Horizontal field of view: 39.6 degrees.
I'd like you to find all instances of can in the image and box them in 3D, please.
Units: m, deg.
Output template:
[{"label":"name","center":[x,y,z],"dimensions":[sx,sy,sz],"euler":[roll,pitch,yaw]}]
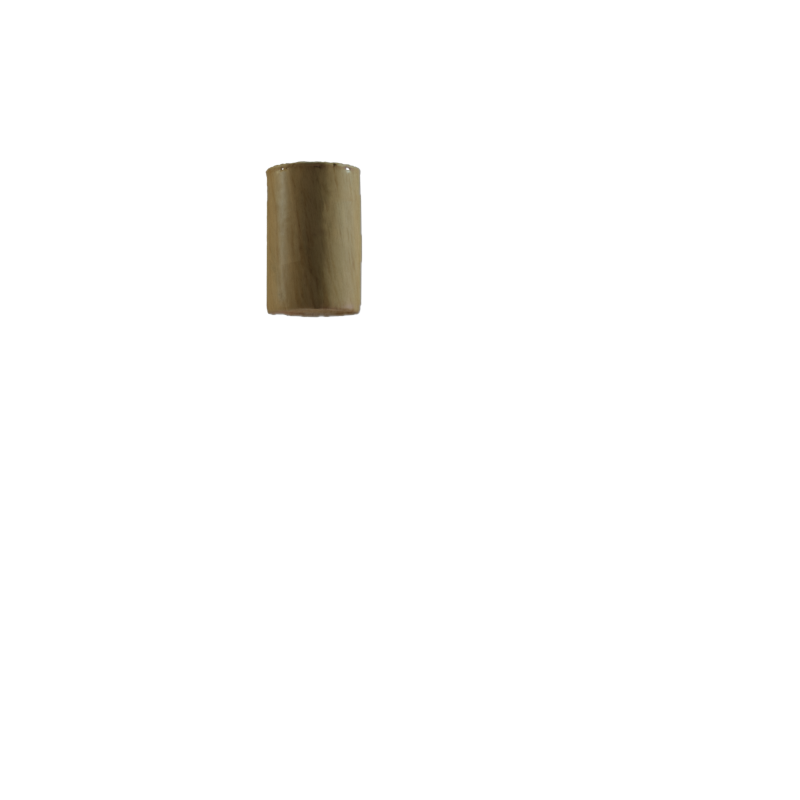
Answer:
[{"label":"can","center":[-0.061,-0.112,0.783],"dimensions":[0.068,0.104,0.068],"euler":[0,-6,-2]}]
